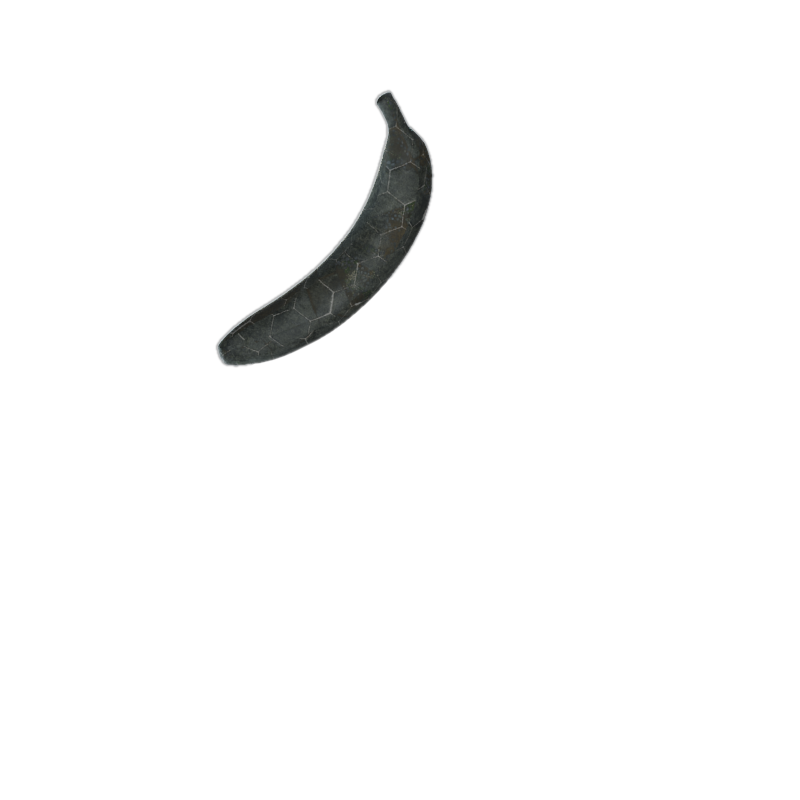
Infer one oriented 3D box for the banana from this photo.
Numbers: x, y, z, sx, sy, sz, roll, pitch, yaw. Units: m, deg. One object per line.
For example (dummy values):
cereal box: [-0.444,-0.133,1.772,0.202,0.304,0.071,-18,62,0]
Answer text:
banana: [-0.036,-0.091,0.680,0.068,0.194,0.038,32,13,-10]
